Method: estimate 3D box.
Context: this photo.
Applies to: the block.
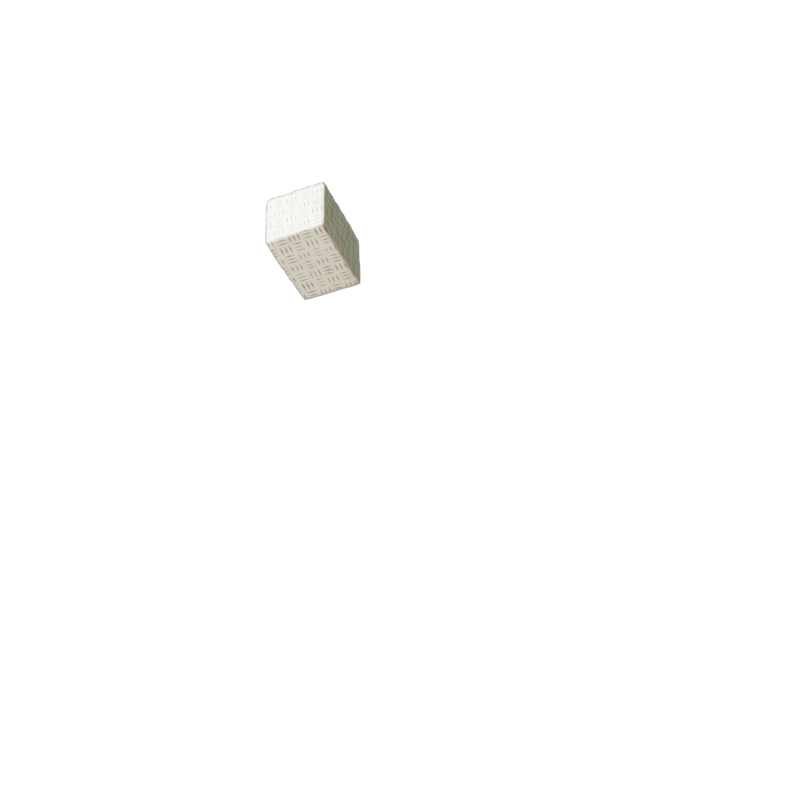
[{"bbox_3d":[-0.071,-0.129,0.904,0.053,0.055,0.072,-16,-43,16],"label":"block"}]
